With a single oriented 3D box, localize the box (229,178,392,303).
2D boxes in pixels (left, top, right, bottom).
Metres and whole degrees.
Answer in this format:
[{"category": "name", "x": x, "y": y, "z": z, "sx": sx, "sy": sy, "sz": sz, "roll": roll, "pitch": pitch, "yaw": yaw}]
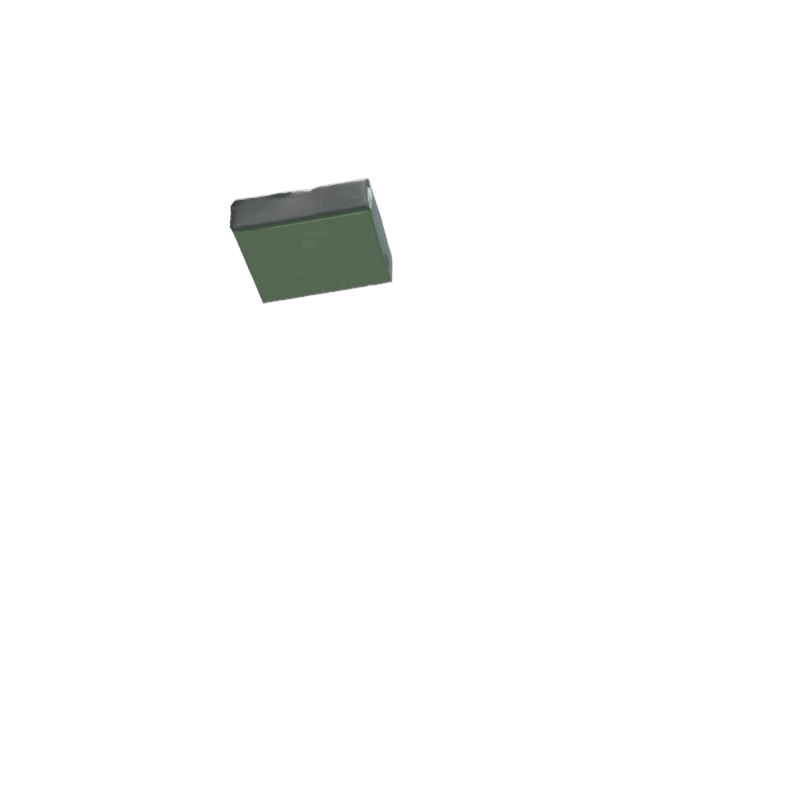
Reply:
[{"category": "box", "x": -0.055, "y": -0.100, "z": 0.697, "sx": 0.090, "sy": 0.032, "sz": 0.067, "roll": -8, "pitch": -37, "yaw": 10}]
